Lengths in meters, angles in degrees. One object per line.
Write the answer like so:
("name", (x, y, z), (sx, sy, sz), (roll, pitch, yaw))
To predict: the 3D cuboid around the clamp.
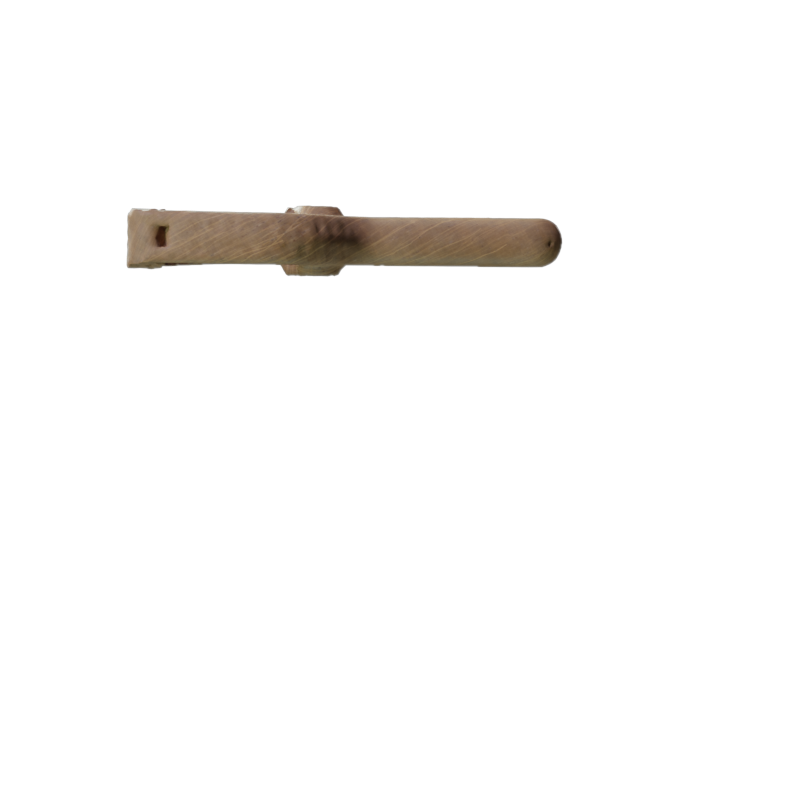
("clamp", (-0.046, -0.084, 0.589), (0.204, 0.036, 0.170), (-3, 7, -25))
